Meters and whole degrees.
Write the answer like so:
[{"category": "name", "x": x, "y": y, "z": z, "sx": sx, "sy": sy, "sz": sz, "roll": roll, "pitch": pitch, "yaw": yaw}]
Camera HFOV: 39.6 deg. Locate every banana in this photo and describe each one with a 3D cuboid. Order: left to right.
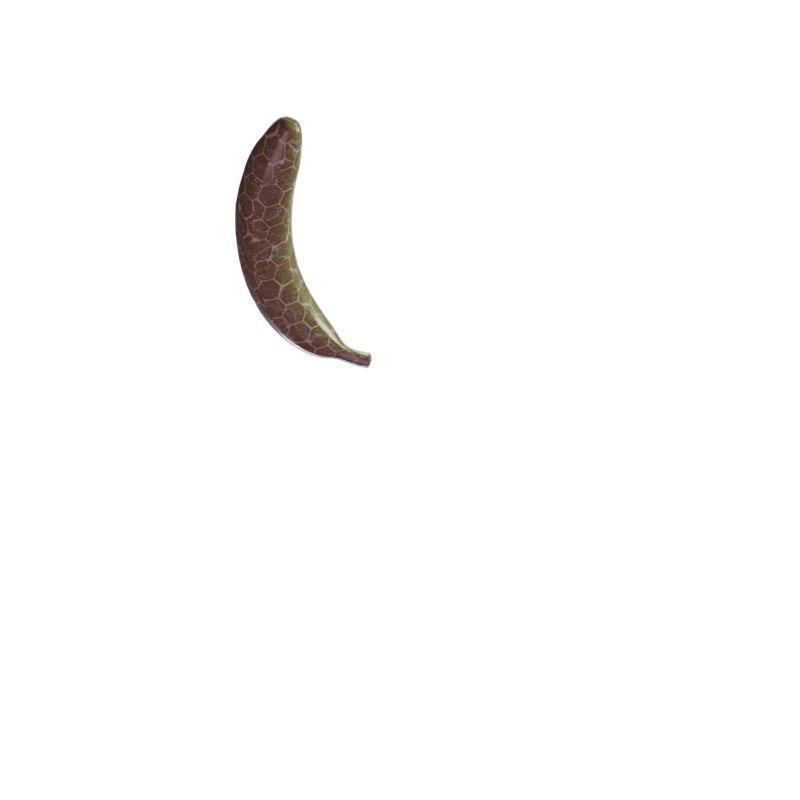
[{"category": "banana", "x": -0.075, "y": -0.099, "z": 0.742, "sx": 0.070, "sy": 0.184, "sz": 0.039, "roll": -12, "pitch": 34, "yaw": 8}]
